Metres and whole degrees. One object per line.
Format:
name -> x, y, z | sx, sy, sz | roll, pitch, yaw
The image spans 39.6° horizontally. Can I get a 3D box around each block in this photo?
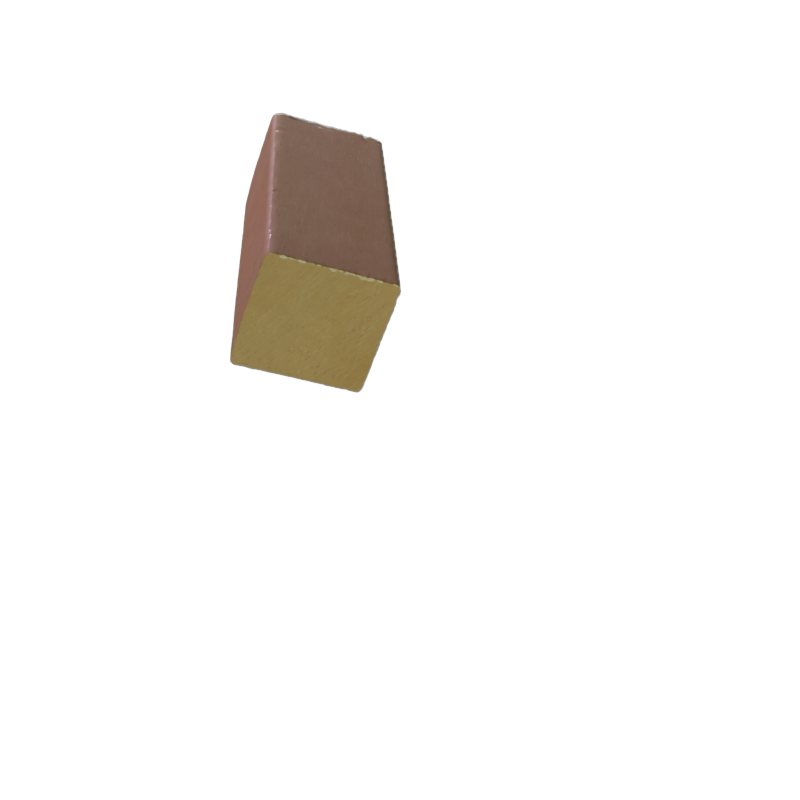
block -> -0.061, -0.112, 0.783 | 0.089, 0.086, 0.220 | 13, 34, -13
